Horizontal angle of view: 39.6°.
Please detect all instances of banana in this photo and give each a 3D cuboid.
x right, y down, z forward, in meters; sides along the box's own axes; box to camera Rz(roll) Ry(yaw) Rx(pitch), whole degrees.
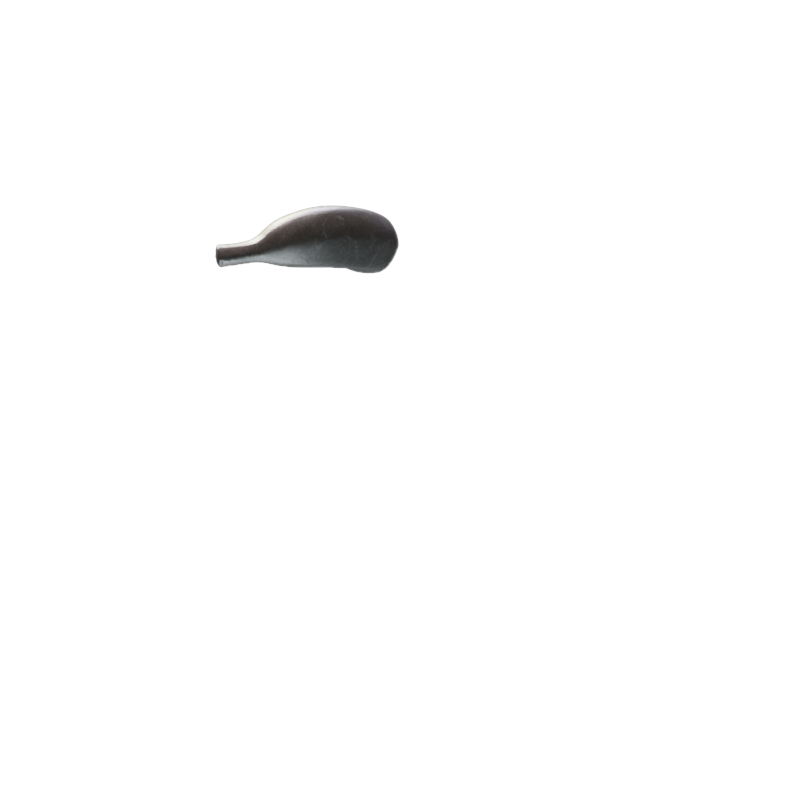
[{"bbox_3d":[-0.037,-0.097,0.673,0.071,0.037,0.193,1,5,20],"label":"banana"}]
